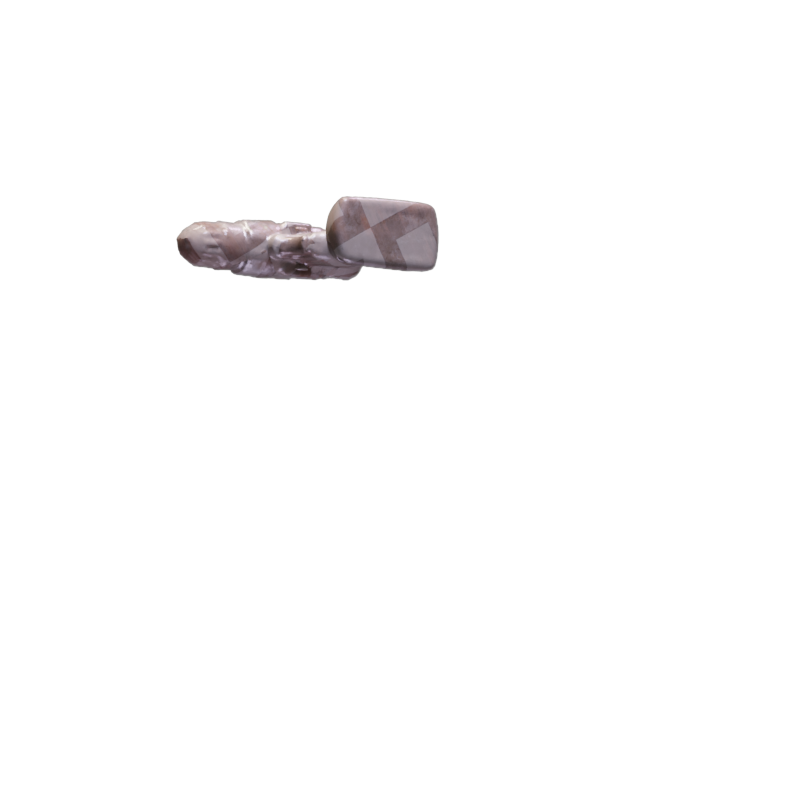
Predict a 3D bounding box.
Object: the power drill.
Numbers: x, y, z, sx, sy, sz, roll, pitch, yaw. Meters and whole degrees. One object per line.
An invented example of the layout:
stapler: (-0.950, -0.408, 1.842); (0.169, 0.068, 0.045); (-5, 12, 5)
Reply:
power drill: (-0.074, -0.134, 0.940); (0.178, 0.058, 0.194); (-2, 3, -35)
